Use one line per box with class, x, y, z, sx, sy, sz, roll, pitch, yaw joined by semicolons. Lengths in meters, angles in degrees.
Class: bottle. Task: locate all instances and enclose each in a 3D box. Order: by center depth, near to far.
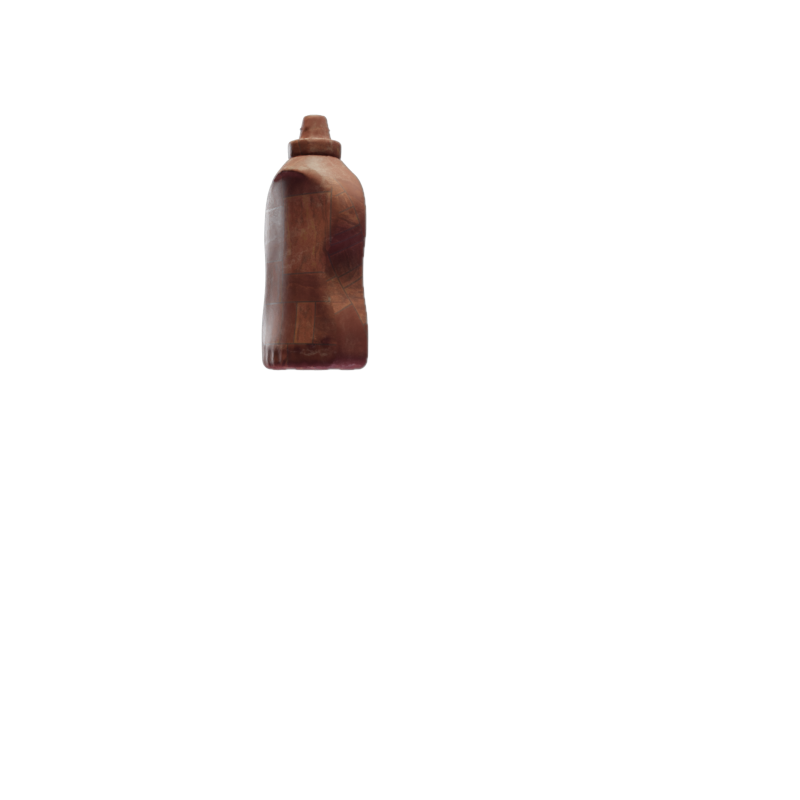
bottle;-0.065;-0.119;0.833;0.056;0.195;0.099;4;-7;-37
